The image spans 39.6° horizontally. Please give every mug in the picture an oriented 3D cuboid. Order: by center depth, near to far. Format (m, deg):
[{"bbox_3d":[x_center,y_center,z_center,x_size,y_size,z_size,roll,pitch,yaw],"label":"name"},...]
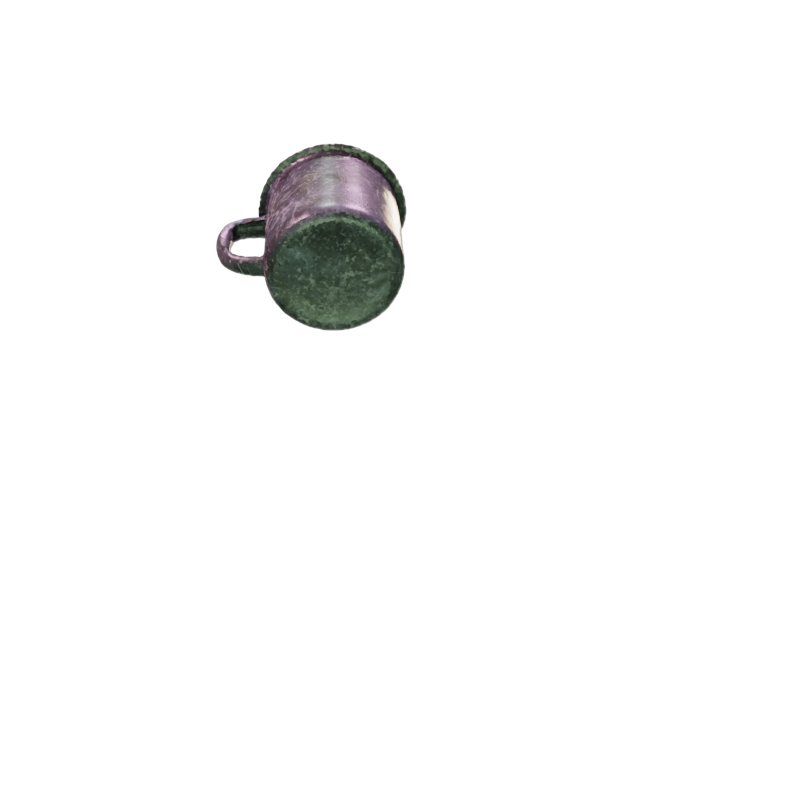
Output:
[{"bbox_3d":[-0.052,-0.095,0.665,0.117,0.088,0.087,-1,32,-1],"label":"mug"}]
